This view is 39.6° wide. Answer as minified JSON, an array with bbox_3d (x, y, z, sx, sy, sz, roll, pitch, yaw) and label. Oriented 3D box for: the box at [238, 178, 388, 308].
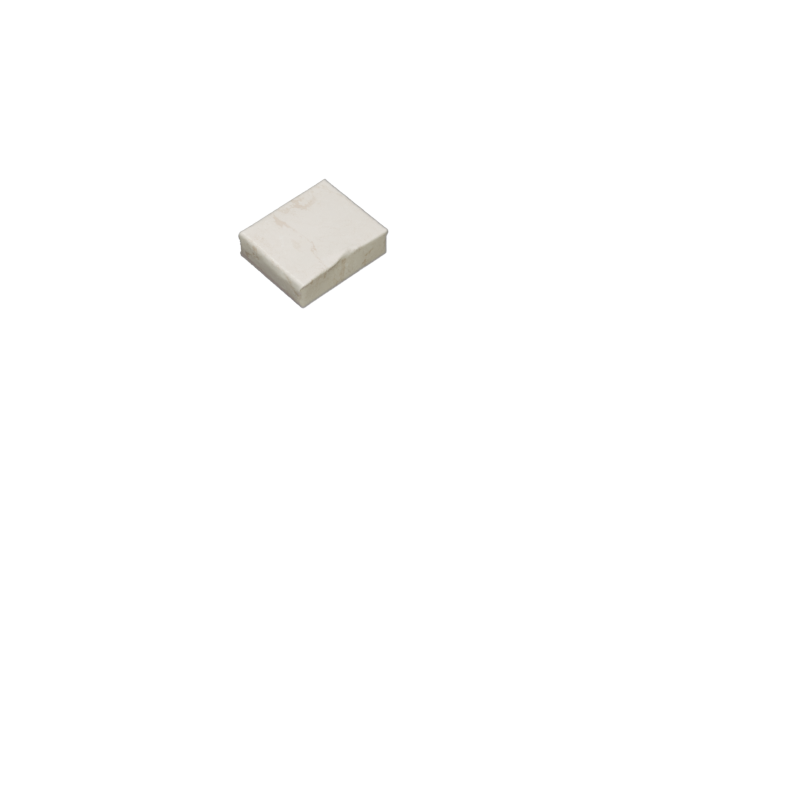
[{"bbox_3d":[-0.065,-0.119,0.834,0.090,0.028,0.078,-35,59,-25],"label":"box"}]
